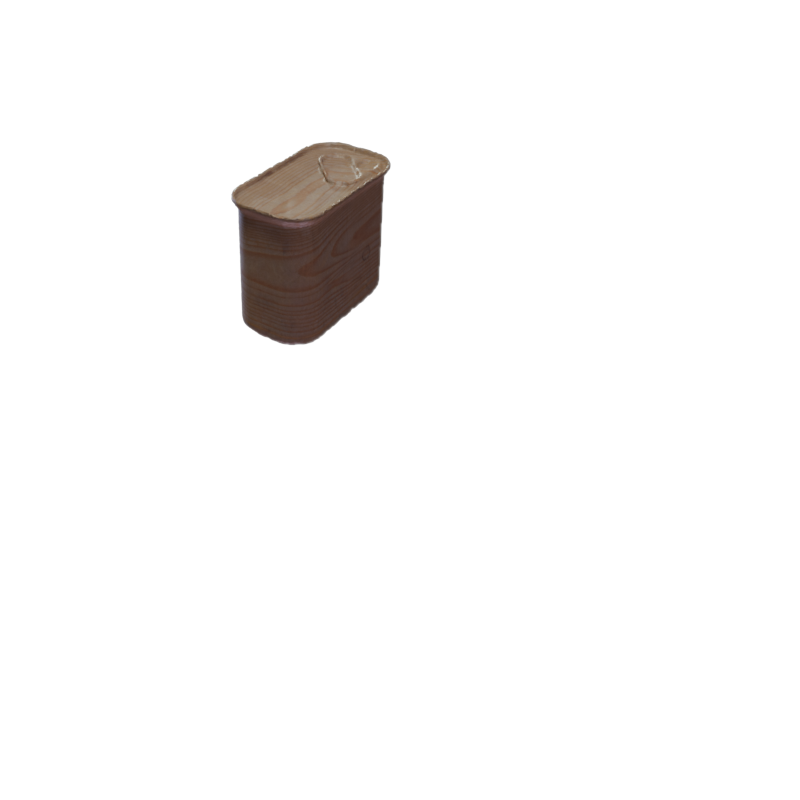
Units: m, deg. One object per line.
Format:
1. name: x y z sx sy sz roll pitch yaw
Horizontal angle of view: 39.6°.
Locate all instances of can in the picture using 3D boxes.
1. can: -0.051 -0.092 0.647 0.060 0.079 0.103 19 37 25
